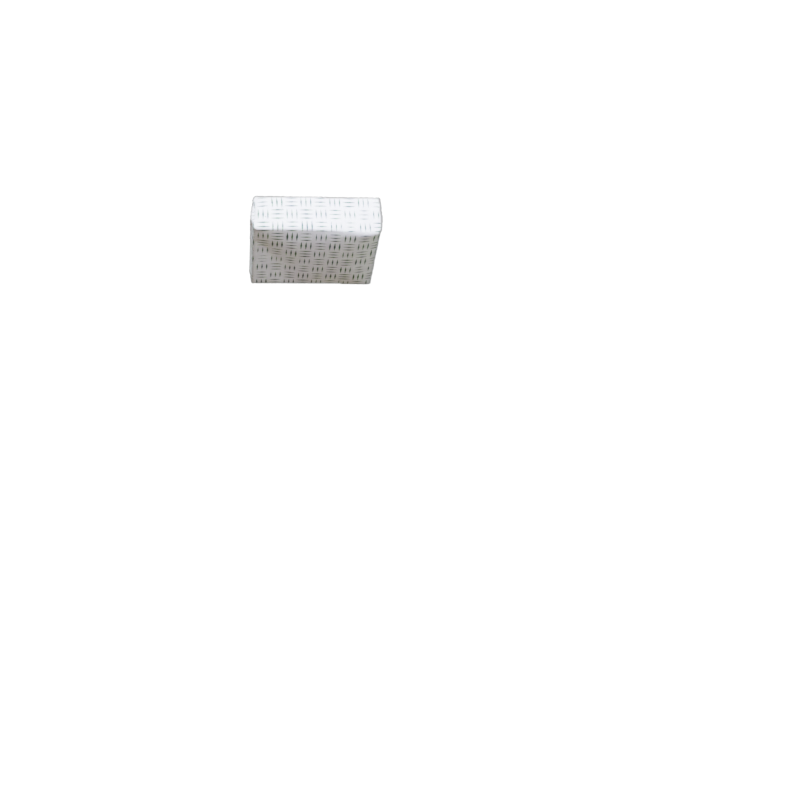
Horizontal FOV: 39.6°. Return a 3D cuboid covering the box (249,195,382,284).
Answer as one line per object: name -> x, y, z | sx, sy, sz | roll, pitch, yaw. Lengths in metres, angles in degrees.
box -> -0.077, -0.140, 0.978 | 0.113, 0.041, 0.085 | 2, -28, -5
